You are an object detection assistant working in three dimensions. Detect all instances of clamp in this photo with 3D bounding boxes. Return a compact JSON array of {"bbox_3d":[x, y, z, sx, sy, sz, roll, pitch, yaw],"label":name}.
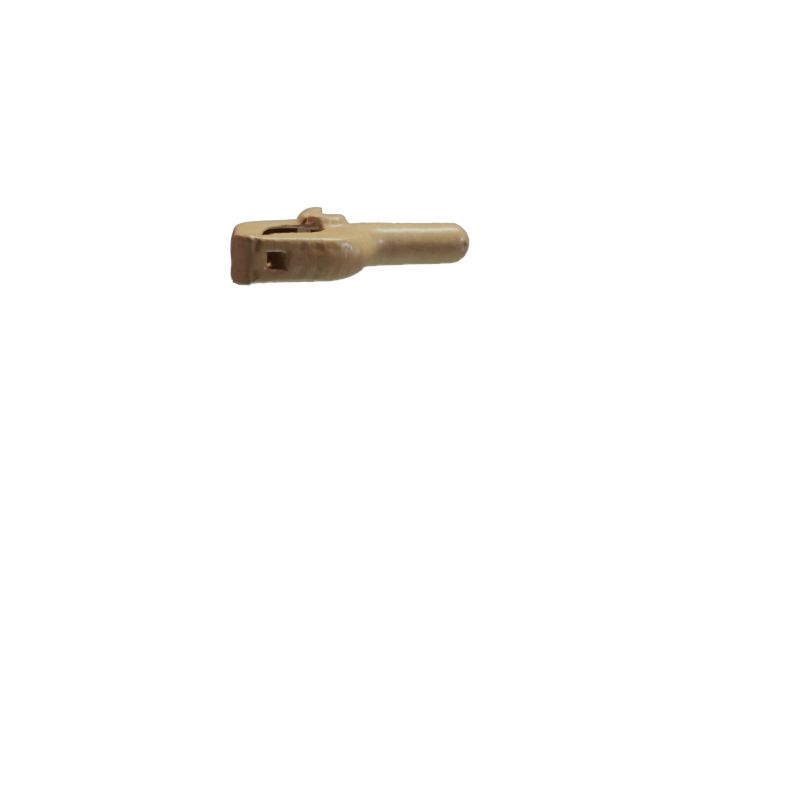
[{"bbox_3d":[-0.052,-0.094,0.658,0.125,0.039,0.166,8,13,38],"label":"clamp"}]
